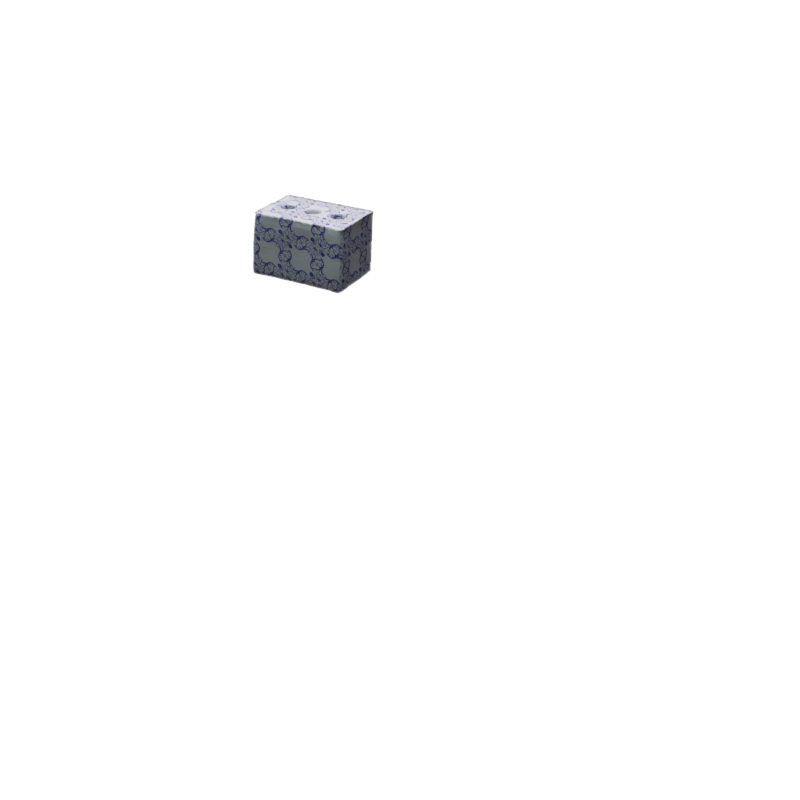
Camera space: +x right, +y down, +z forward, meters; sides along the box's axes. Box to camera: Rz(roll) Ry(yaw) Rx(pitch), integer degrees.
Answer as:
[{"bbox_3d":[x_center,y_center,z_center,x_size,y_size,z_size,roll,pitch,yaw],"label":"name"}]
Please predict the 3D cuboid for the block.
[{"bbox_3d":[-0.066,-0.121,0.846,0.081,0.049,0.053,14,28,25],"label":"block"}]
